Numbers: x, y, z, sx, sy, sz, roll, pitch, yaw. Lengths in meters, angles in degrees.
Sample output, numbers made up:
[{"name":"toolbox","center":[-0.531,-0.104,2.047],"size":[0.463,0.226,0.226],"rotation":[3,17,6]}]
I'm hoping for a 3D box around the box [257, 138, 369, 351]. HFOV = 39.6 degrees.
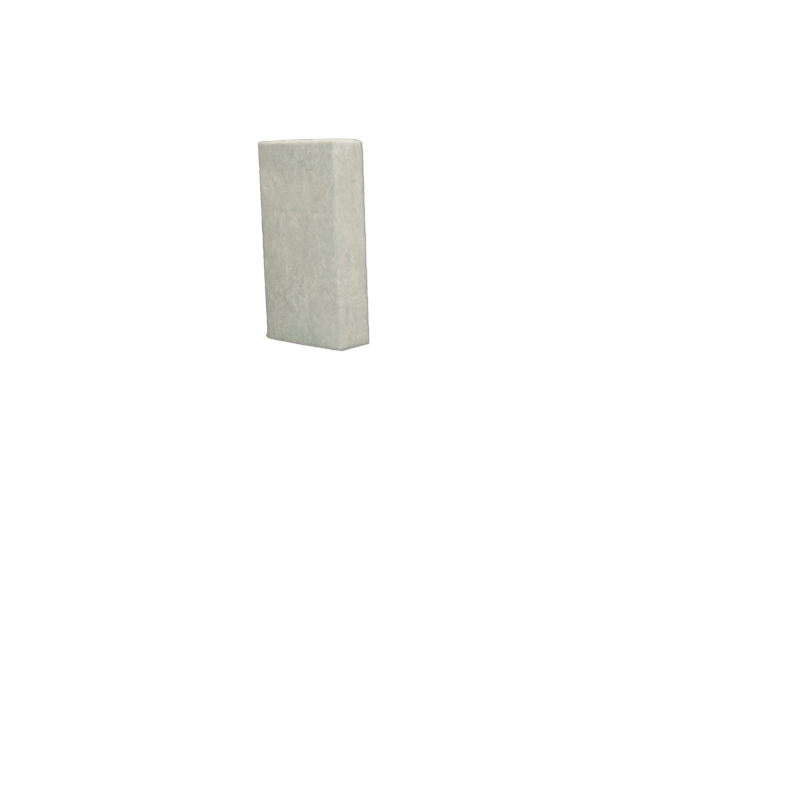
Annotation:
[{"name":"box","center":[-0.074,-0.136,0.953],"size":[0.098,0.174,0.046],"rotation":[6,8,41]}]
